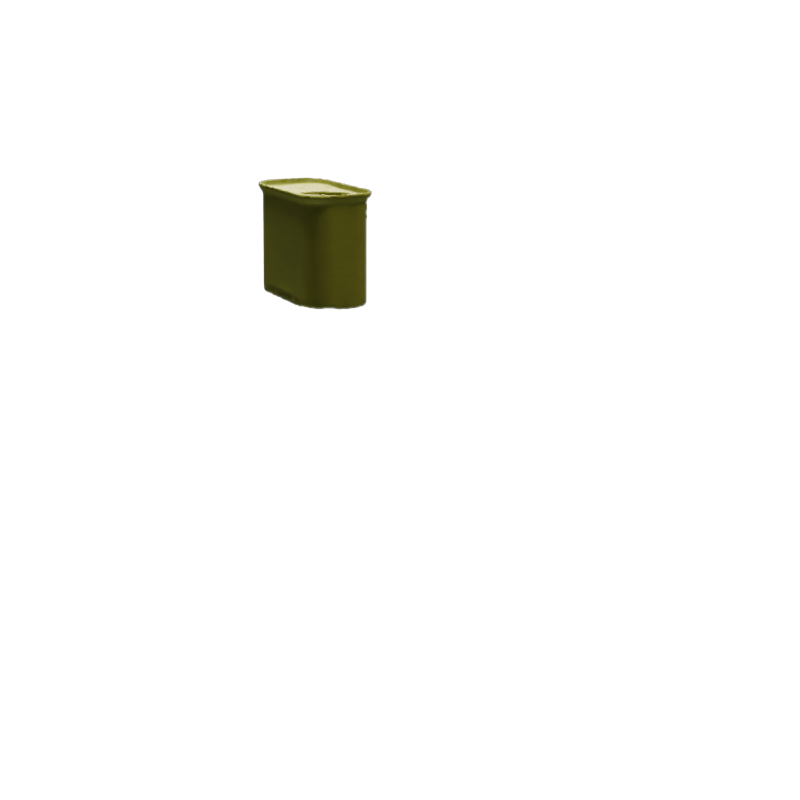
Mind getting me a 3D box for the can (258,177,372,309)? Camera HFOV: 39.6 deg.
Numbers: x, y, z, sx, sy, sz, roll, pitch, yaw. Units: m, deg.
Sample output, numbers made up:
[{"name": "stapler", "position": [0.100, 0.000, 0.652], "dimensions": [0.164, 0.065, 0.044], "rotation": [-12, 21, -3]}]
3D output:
[{"name": "can", "position": [-0.064, -0.117, 0.822], "dimensions": [0.056, 0.081, 0.108], "rotation": [-6, 16, -28]}]
